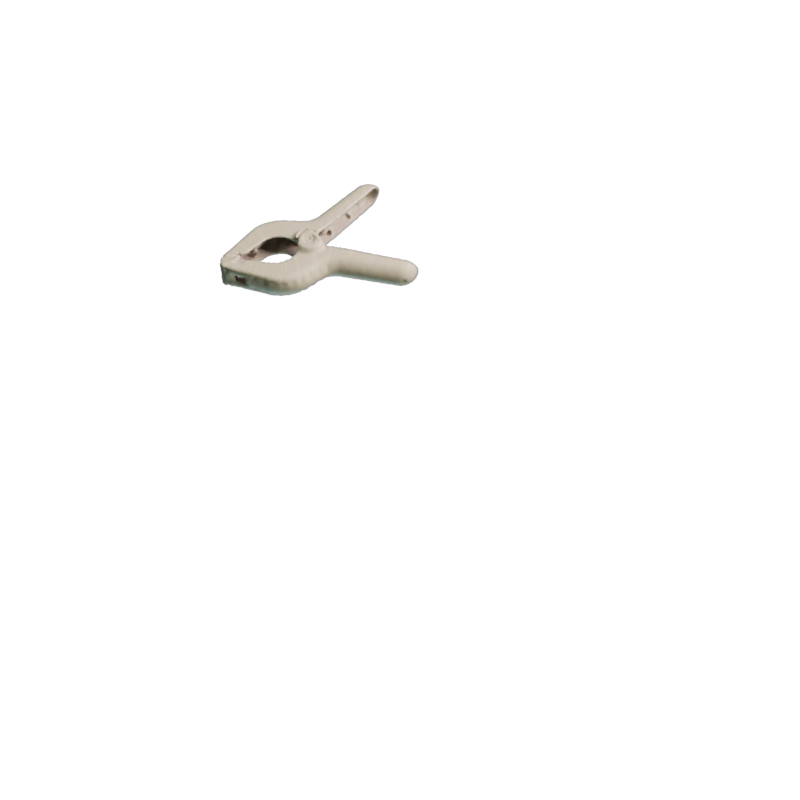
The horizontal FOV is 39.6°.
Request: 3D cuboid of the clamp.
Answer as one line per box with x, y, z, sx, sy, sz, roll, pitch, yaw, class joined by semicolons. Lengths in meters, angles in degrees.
-0.078;-0.142;0.997;0.170;0.036;0.130;-6;45;-7;clamp
